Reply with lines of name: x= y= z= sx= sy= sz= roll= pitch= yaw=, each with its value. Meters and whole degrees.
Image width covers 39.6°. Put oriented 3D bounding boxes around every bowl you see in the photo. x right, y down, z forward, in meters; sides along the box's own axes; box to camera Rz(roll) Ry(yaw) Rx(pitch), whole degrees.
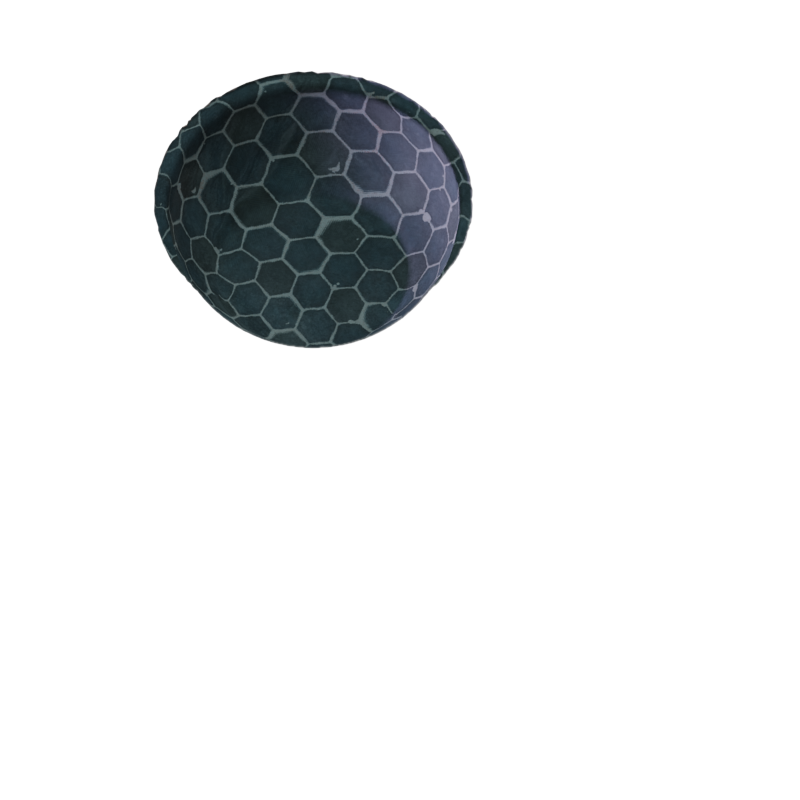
bowl: x=-0.043 y=-0.078 z=0.544 sx=0.162 sy=0.151 sz=0.059 roll=1 pitch=40 yaw=-1
